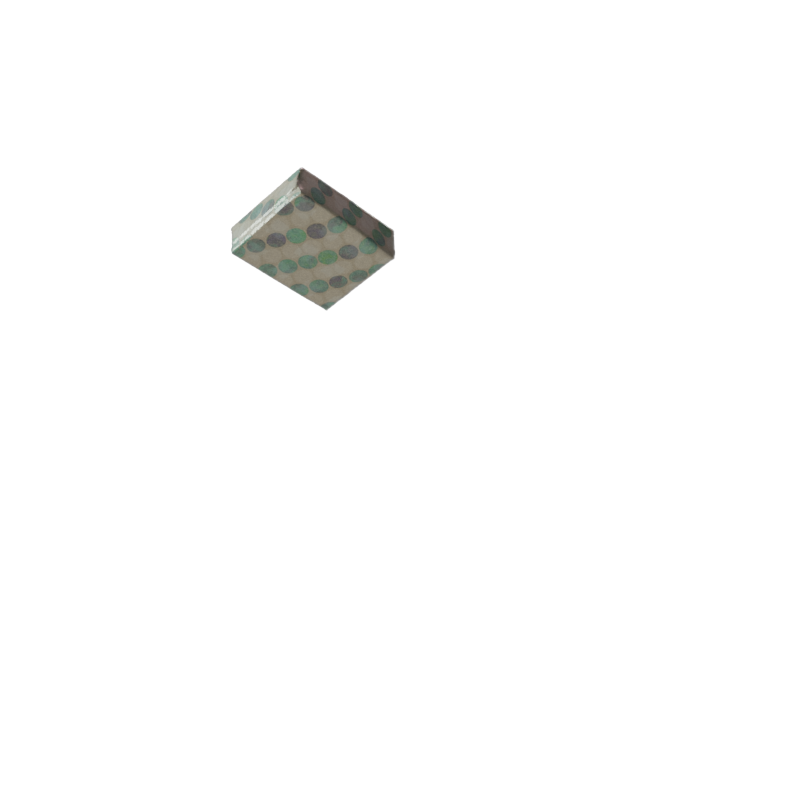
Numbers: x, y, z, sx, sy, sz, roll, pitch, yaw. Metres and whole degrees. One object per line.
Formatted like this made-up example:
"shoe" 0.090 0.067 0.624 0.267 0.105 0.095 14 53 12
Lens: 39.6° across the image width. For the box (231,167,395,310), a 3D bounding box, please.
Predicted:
"box" -0.073 -0.134 0.940 0.107 0.042 0.089 33 -53 -30
